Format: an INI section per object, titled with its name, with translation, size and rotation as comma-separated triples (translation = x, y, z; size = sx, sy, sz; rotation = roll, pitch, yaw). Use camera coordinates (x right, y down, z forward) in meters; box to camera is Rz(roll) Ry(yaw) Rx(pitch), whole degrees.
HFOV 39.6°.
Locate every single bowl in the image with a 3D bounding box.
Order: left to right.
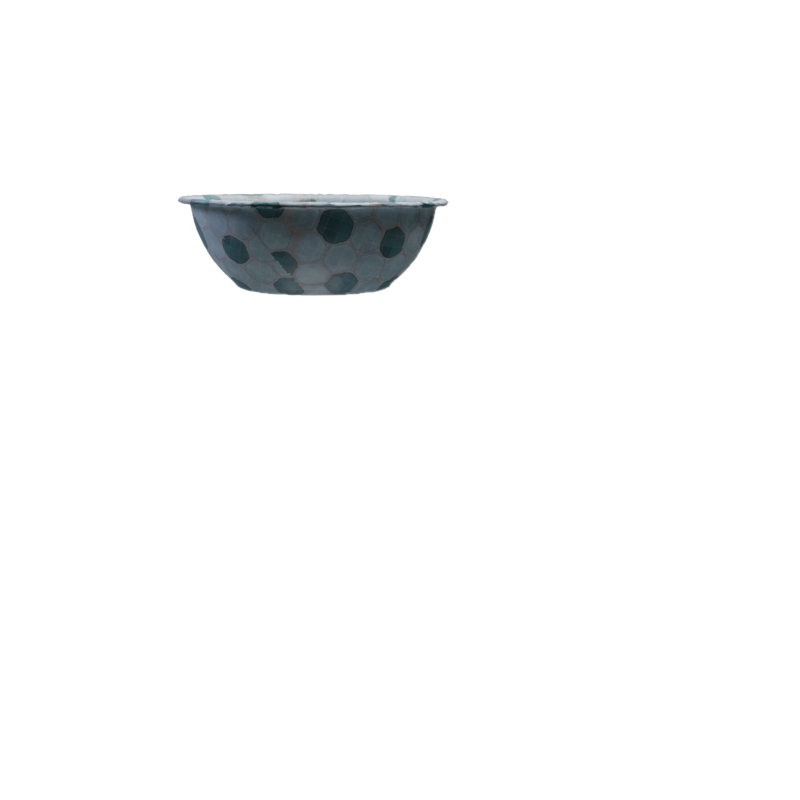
[bowl]
translation = -0.052, -0.095, 0.668
size = 0.162, 0.054, 0.166
rotation = 0, 11, -2
